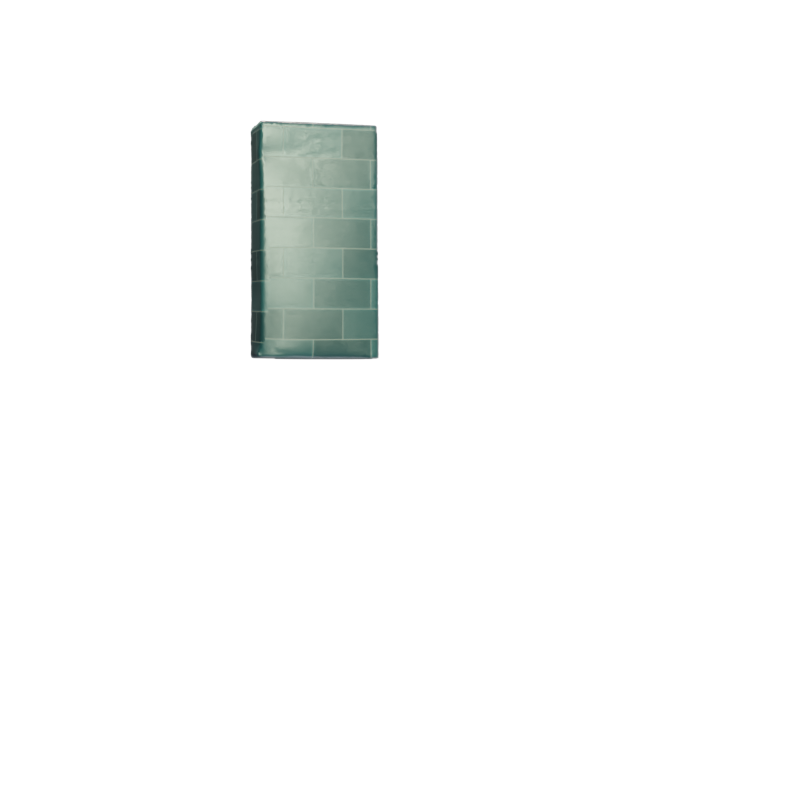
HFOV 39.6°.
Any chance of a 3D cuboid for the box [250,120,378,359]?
[{"bbox_3d":[-0.065,-0.119,0.836,0.091,0.179,0.048,1,-6,-15],"label":"box"}]
